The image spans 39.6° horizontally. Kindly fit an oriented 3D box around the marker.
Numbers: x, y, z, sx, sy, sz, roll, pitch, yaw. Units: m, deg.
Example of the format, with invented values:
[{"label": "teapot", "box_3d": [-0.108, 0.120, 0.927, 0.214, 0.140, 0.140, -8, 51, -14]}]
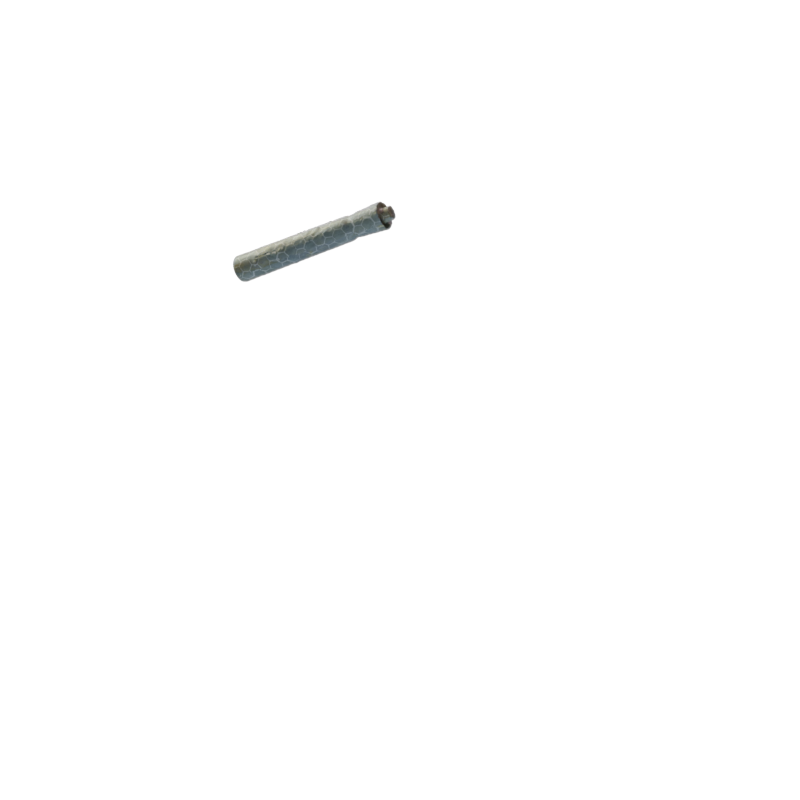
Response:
[{"label": "marker", "box_3d": [-0.057, -0.104, 0.729, 0.122, 0.020, 0.019, -16, -4, 28]}]
